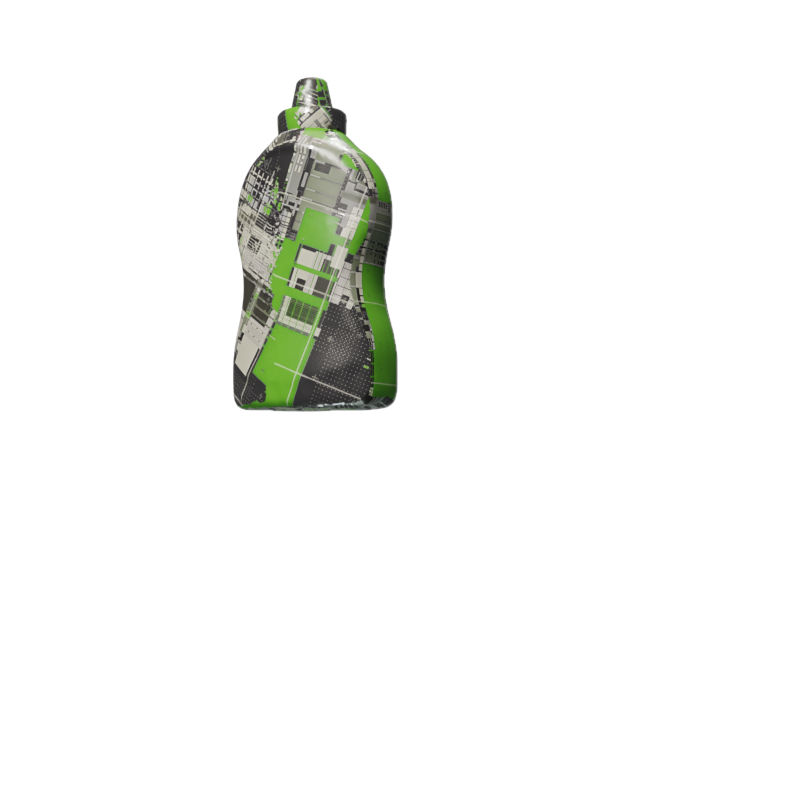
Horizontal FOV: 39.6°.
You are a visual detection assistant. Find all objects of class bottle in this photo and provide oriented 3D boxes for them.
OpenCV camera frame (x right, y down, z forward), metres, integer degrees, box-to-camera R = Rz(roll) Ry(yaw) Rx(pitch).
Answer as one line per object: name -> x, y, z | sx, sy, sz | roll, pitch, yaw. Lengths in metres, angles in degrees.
bottle -> -0.050, -0.091, 0.637 | 0.099, 0.196, 0.055 | -7, -11, 34
